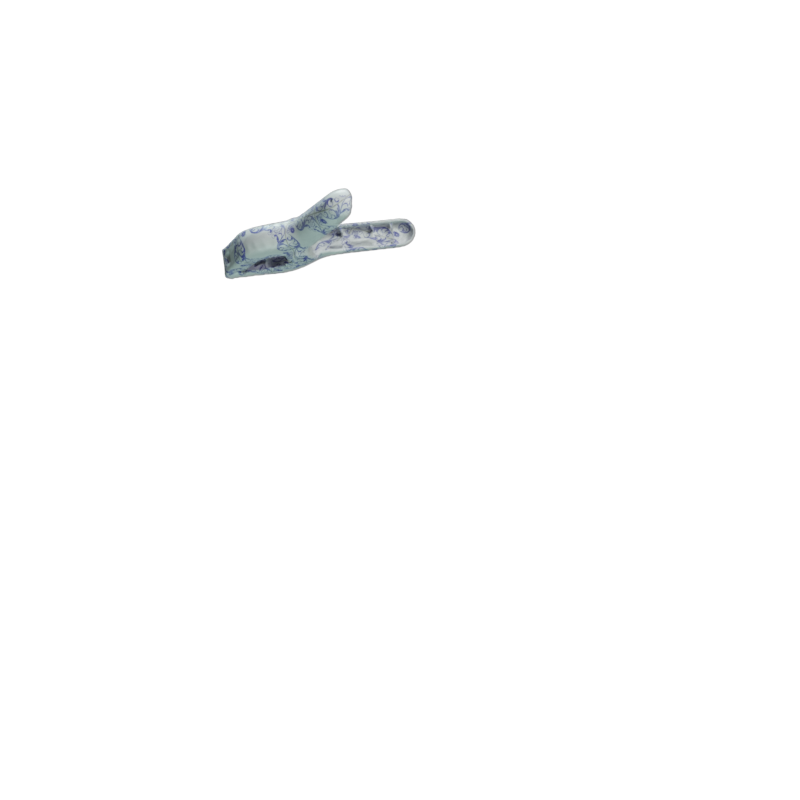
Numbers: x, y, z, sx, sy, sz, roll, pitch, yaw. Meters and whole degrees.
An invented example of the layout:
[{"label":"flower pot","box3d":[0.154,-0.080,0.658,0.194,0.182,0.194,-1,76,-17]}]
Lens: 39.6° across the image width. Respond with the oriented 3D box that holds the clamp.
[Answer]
[{"label":"clamp","box3d":[-0.075,-0.137,0.961,0.174,0.041,0.113,-12,-19,38]}]
